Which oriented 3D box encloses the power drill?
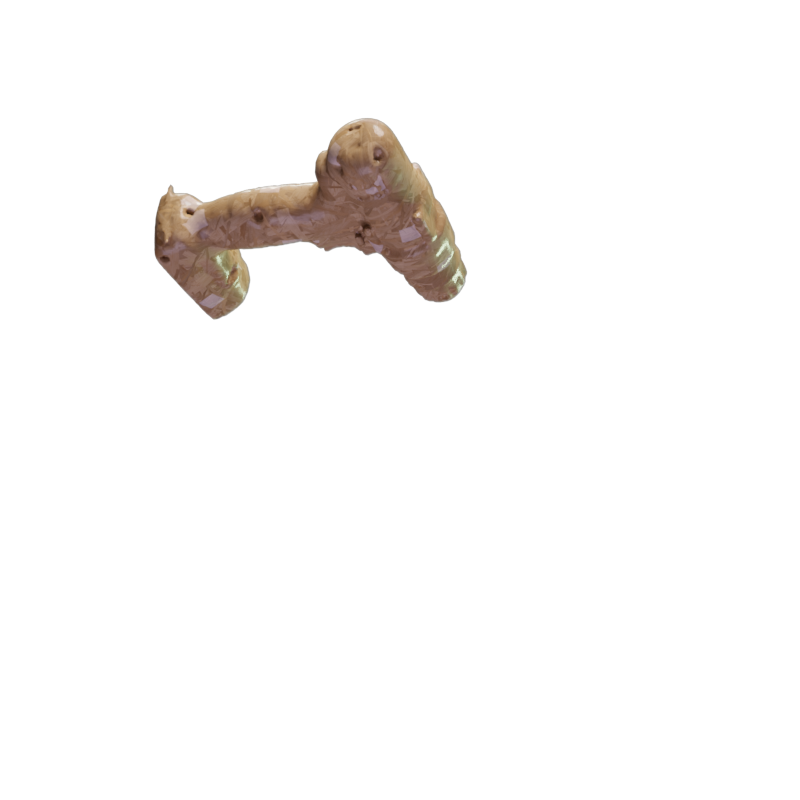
[{"bbox_3d":[-0.060,-0.110,0.768,0.190,0.061,0.170,-12,-34,18],"label":"power drill"}]
